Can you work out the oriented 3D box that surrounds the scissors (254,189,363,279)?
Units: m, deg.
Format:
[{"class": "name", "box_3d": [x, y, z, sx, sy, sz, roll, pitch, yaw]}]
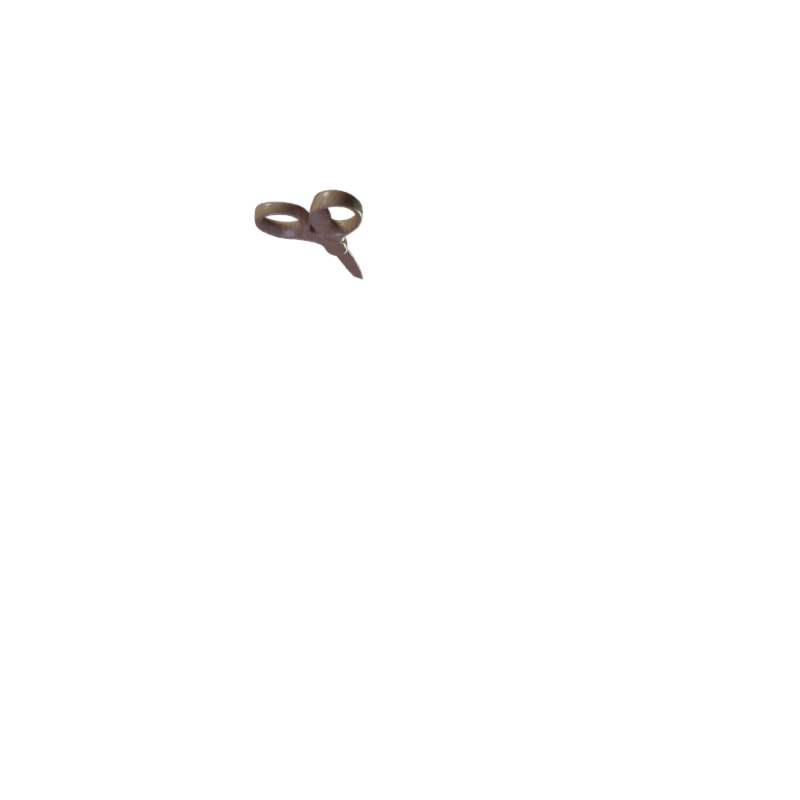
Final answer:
[{"class": "scissors", "box_3d": [-0.074, -0.135, 0.945, 0.096, 0.016, 0.195, 1, -13, -4]}]
